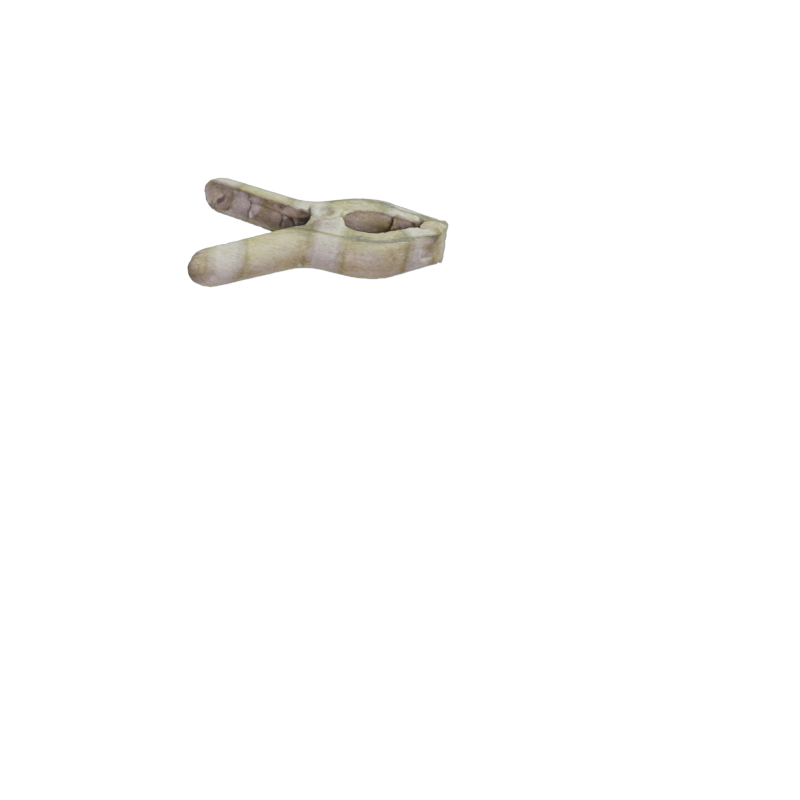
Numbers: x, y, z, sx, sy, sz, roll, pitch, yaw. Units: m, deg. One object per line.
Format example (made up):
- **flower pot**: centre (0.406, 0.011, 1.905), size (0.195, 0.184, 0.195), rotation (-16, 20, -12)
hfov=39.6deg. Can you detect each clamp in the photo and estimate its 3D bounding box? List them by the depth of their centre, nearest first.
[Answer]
- **clamp**: centre (-0.057, -0.103, 0.723), size (0.173, 0.037, 0.127), rotation (6, 40, 6)
